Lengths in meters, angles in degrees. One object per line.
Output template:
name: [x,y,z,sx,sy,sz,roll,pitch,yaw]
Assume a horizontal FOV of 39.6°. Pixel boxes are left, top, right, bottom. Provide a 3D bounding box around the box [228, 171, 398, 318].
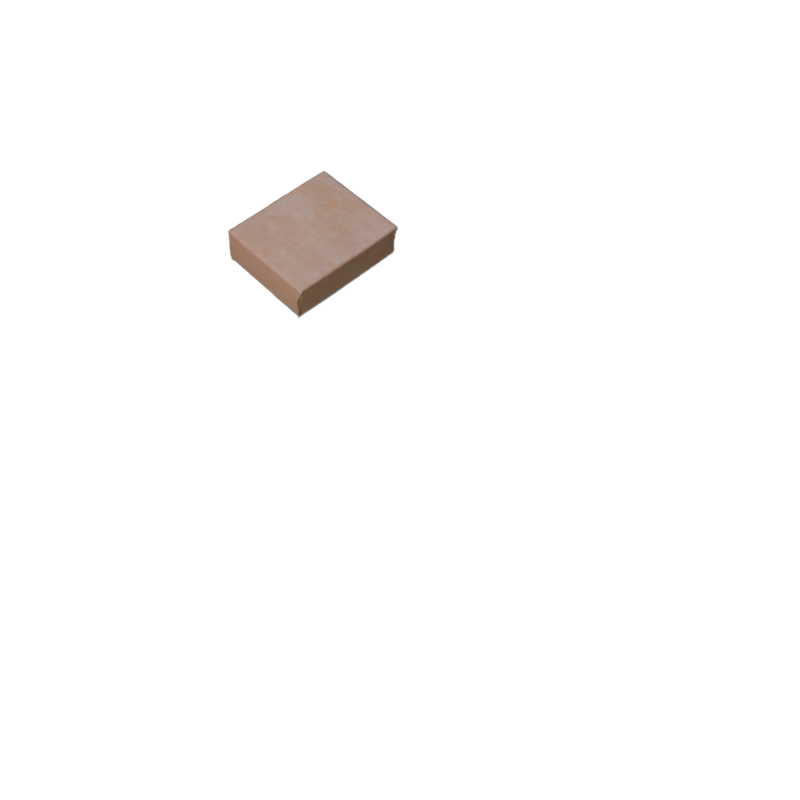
box: [-0.072,-0.132,0.923,0.095,0.036,0.114,38,61,26]
